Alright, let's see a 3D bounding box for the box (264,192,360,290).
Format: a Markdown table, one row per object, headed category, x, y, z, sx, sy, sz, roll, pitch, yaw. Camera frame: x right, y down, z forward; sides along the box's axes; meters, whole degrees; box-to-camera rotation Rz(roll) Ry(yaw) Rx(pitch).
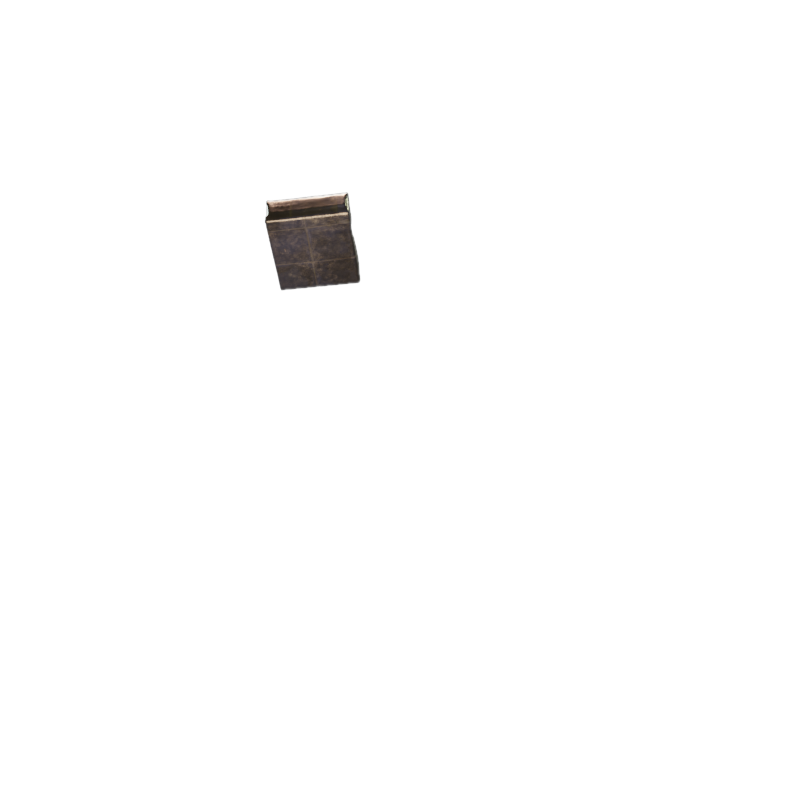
| category | x | y | z | sx | sy | sz | roll | pitch | yaw |
| --- | --- | --- | --- | --- | --- | --- | --- | --- | --- |
| box | -0.077 | -0.140 | 0.982 | 0.073 | 0.032 | 0.083 | -5 | -45 | 4 |
